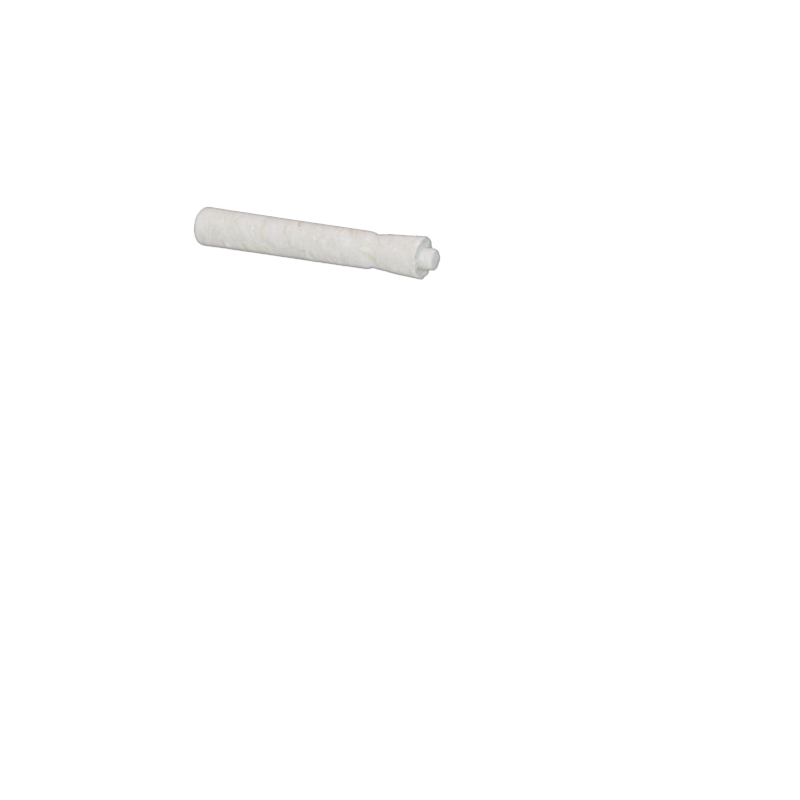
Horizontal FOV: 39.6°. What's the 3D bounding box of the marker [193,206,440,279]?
[{"bbox_3d":[-0.039,-0.071,0.500,0.126,0.019,0.019,12,9,28],"label":"marker"}]
